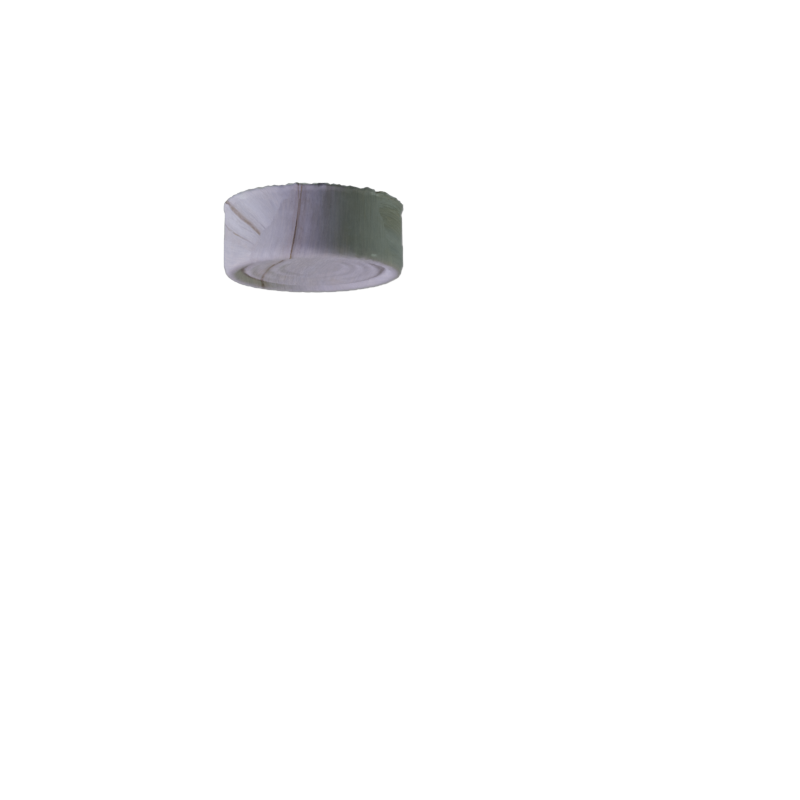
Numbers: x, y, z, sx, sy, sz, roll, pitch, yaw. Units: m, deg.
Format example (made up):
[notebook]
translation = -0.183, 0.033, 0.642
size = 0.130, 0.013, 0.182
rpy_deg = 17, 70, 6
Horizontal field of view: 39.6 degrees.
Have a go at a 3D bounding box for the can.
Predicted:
[can]
translation = -0.041, -0.075, 0.525
size = 0.086, 0.034, 0.084
rpy_deg = 0, -7, -2
